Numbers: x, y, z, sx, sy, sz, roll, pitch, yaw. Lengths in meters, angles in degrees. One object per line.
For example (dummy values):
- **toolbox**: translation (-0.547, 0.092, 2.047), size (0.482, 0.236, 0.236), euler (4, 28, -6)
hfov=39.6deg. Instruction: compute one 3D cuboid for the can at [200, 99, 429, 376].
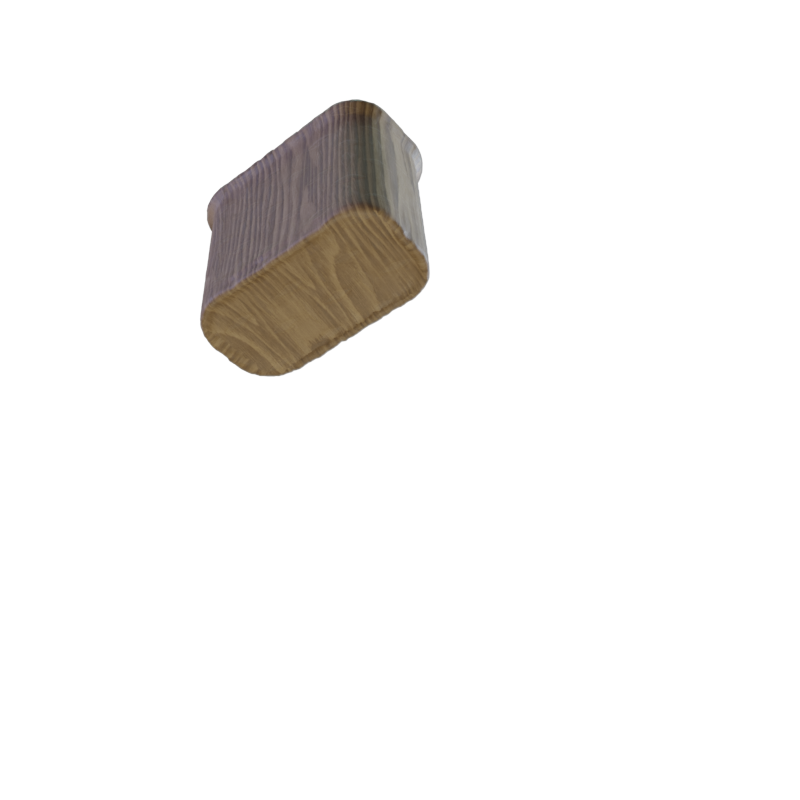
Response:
- **can**: translation (-0.037, -0.068, 0.476), size (0.101, 0.090, 0.054), euler (-32, -56, 21)
